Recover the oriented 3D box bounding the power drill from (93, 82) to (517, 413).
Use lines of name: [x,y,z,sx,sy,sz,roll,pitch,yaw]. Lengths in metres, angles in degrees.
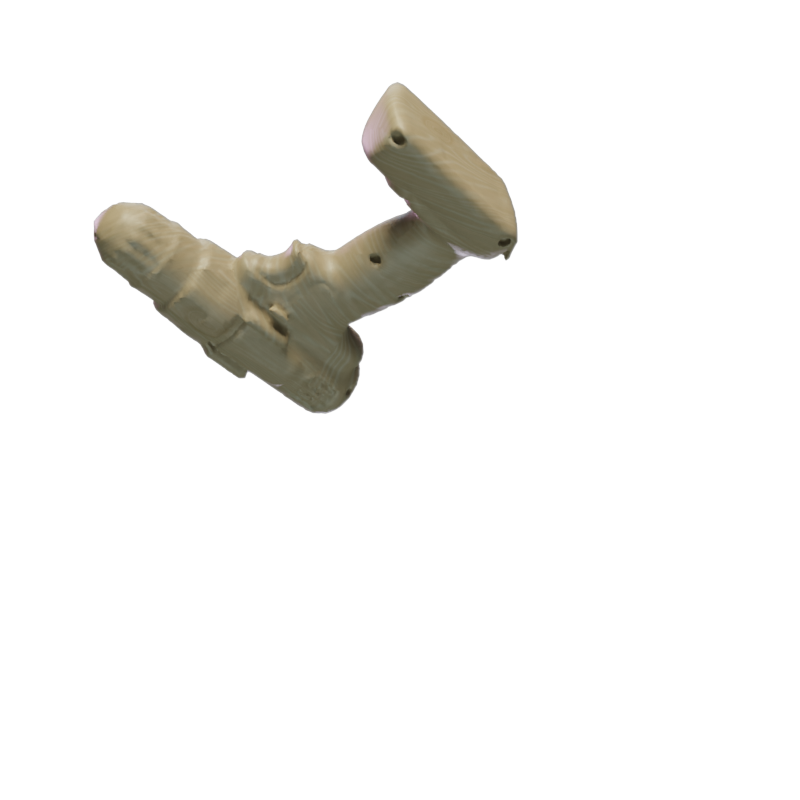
power drill: [-0.047,-0.086,0.602,0.186,0.062,0.173,-34,-55,28]
